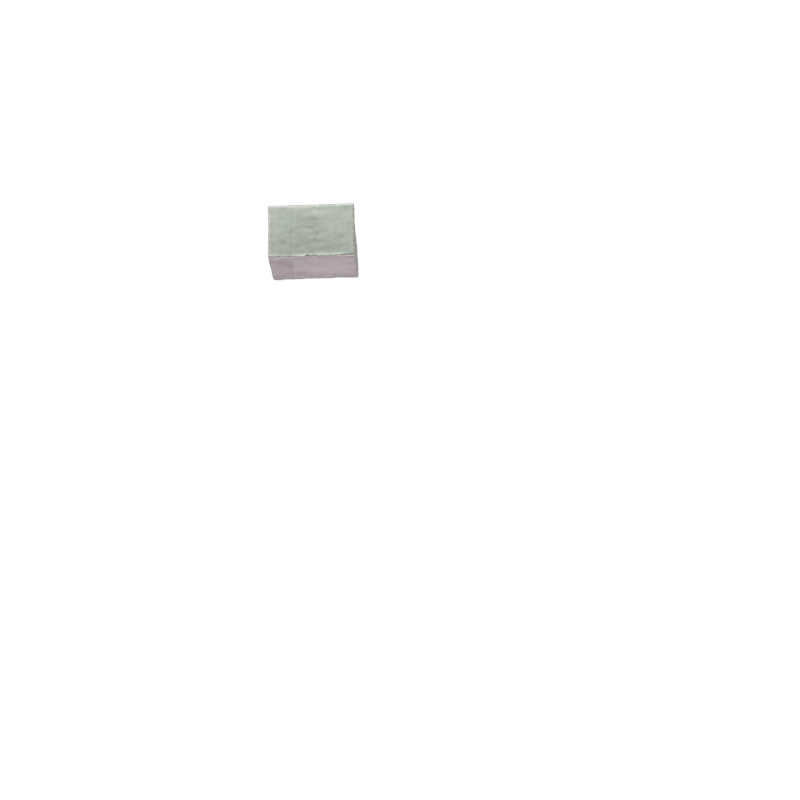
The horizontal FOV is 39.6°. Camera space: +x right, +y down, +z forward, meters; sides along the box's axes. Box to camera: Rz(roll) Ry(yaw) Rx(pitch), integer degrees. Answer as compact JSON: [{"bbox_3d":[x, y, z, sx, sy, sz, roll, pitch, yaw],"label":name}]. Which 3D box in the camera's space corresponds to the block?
[{"bbox_3d":[-0.077,-0.140,0.978,0.078,0.054,0.050,-1,-21,2],"label":"block"}]
